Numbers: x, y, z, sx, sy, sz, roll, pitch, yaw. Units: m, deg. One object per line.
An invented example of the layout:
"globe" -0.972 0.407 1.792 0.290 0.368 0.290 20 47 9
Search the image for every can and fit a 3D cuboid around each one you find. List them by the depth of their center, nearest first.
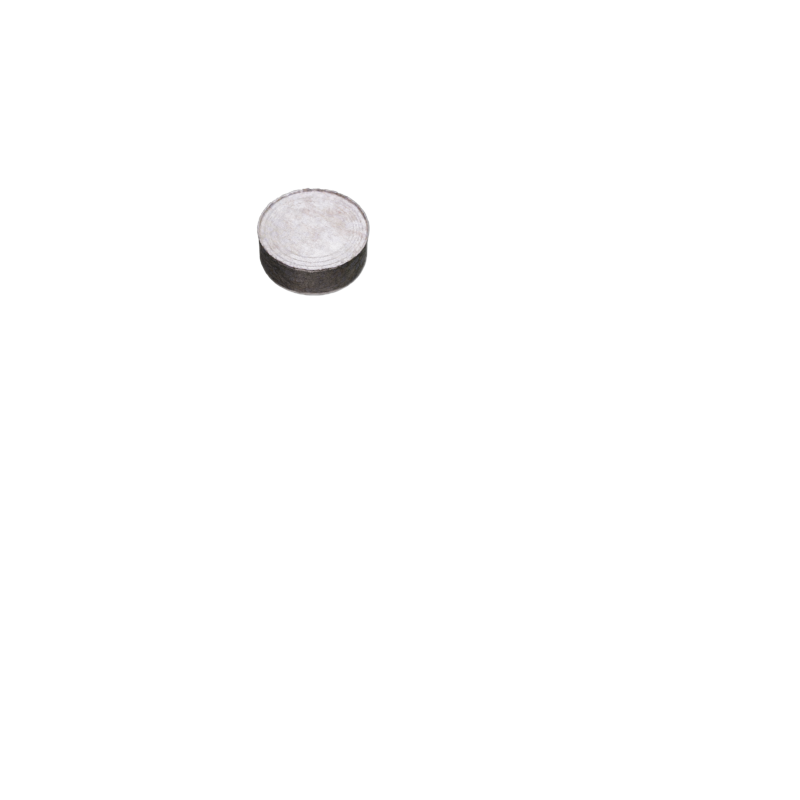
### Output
"can" -0.067 -0.122 0.856 0.086 0.092 0.031 -1 -39 -1
